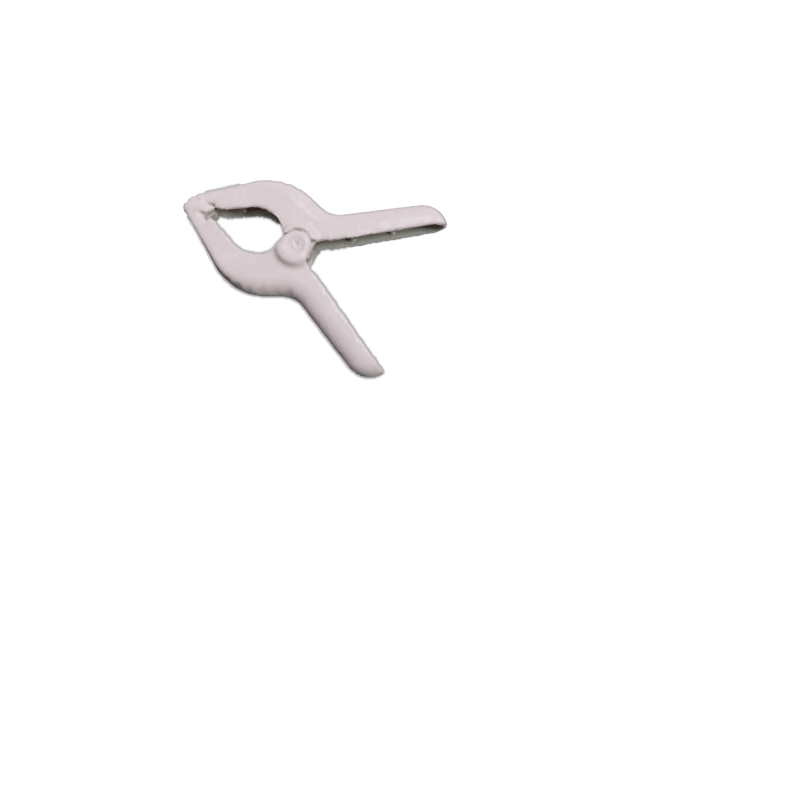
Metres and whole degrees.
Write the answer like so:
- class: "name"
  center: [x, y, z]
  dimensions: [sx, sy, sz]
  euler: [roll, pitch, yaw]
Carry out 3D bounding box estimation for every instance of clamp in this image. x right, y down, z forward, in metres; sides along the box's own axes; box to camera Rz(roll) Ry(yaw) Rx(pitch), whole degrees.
- class: "clamp"
  center: [-0.057, -0.105, 0.734]
  dimensions: [0.176, 0.123, 0.037]
  euler: [31, -17, 10]
